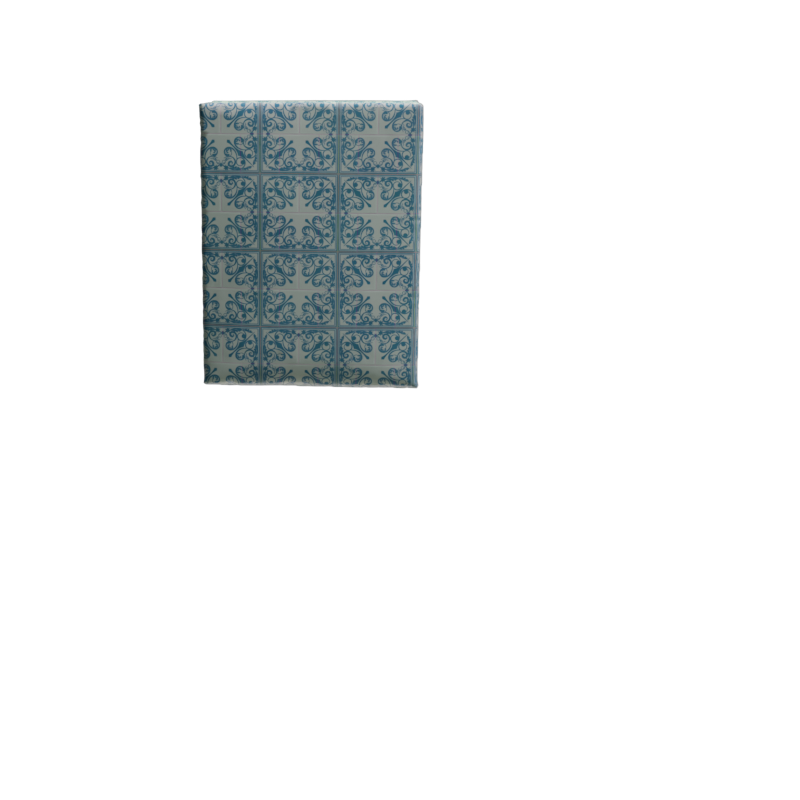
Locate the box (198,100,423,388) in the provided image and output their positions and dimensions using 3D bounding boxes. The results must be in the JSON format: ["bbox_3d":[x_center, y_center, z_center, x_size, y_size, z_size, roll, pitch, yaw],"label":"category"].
[{"bbox_3d":[-0.066,-0.120,0.843,0.165,0.209,0.073,1,11,2],"label":"box"}]
